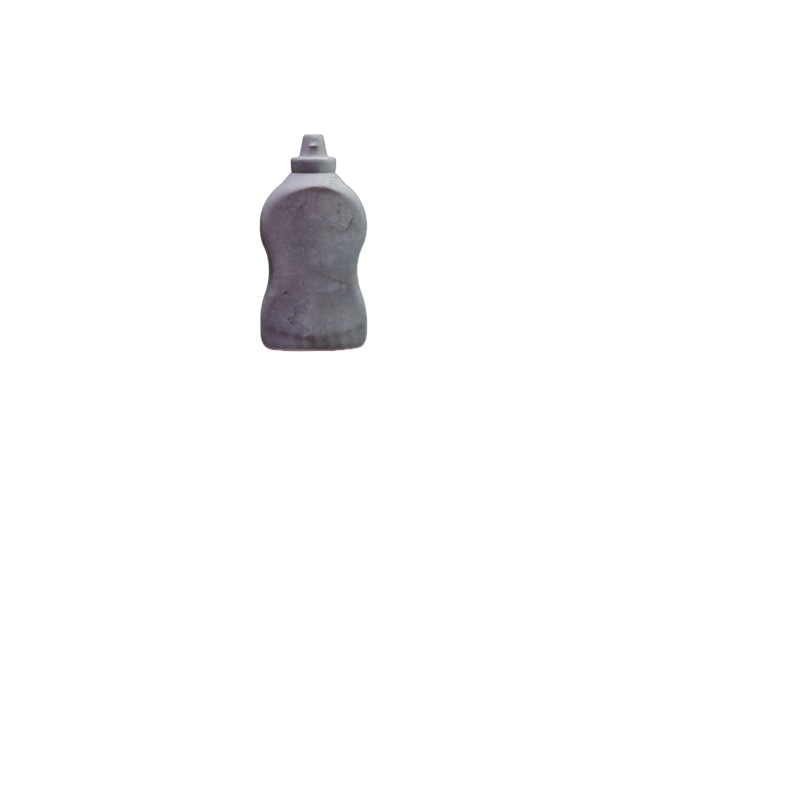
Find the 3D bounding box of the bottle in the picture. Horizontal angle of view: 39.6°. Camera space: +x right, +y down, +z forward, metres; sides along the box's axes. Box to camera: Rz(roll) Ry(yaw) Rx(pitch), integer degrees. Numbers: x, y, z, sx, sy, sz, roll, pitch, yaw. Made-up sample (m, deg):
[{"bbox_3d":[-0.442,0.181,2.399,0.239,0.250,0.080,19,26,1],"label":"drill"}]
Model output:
[{"bbox_3d":[-0.078,-0.142,0.995,0.095,0.189,0.060,0,6,-5],"label":"bottle"}]
